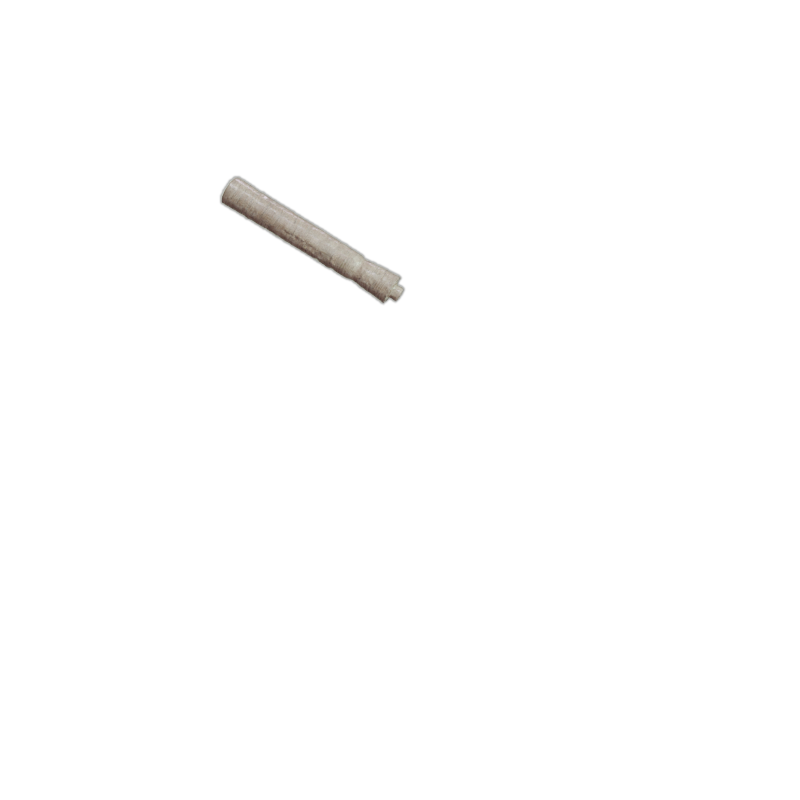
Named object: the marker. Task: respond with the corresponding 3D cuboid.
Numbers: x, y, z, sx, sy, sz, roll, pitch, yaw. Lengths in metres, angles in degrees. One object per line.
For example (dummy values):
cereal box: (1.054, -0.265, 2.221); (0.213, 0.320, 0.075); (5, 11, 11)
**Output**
marker: (-0.051, -0.093, 0.652); (0.124, 0.019, 0.019); (33, 9, 10)
